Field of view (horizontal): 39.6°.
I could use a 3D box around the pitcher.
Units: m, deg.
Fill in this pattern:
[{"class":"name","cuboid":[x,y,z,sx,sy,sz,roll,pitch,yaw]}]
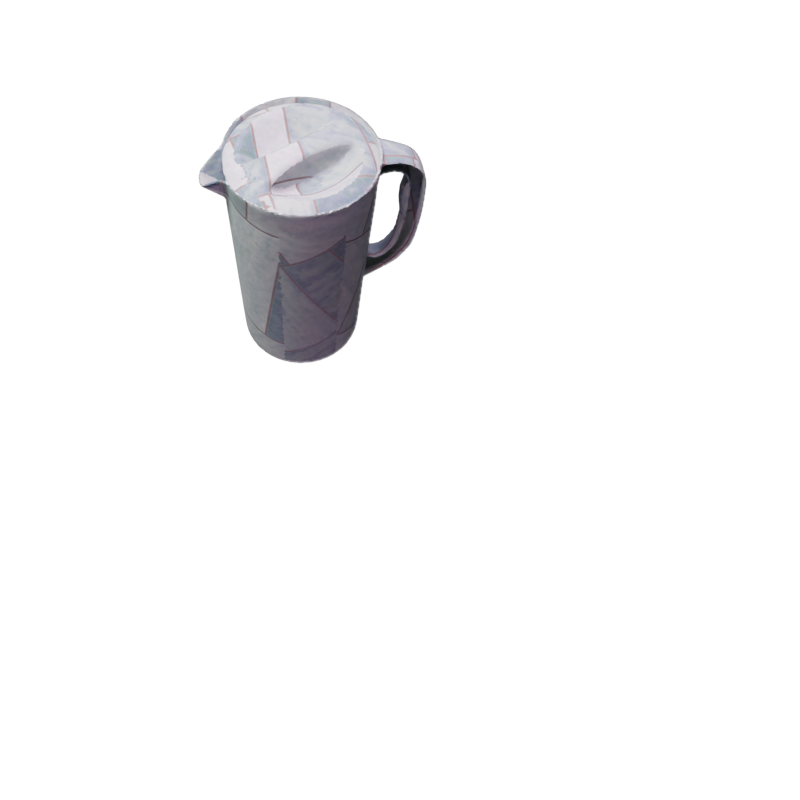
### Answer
[{"class":"pitcher","cuboid":[-0.077,-0.141,0.984,0.156,0.148,0.227,31,-30,17]}]
